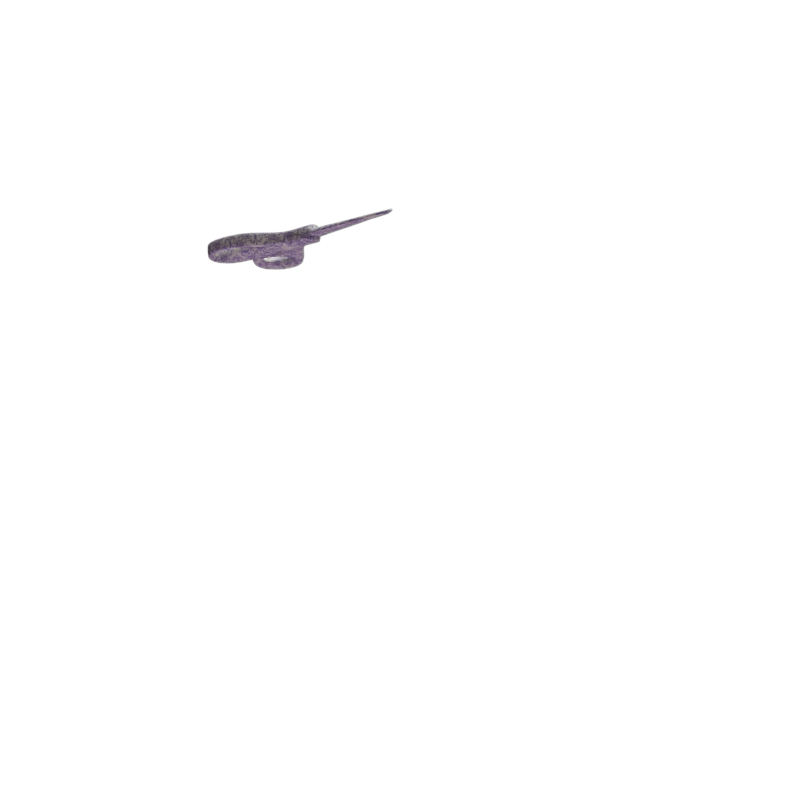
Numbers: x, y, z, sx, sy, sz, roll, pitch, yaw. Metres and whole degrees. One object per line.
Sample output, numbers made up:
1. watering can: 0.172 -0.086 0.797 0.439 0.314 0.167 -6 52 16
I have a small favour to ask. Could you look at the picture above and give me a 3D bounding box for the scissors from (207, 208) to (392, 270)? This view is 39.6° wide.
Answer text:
1. scissors: -0.076 -0.139 0.973 0.207 0.016 0.091 -4 -9 29
